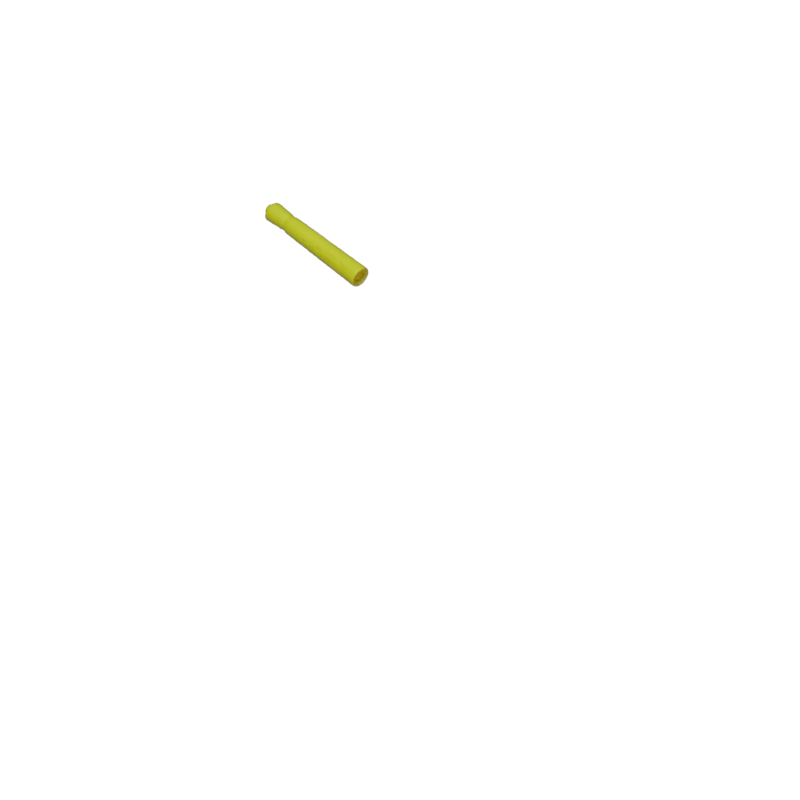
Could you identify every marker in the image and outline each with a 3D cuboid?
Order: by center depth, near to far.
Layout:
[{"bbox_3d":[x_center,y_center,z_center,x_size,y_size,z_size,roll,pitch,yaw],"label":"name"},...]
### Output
[{"bbox_3d":[-0.075,-0.137,0.961,0.129,0.019,0.019,39,26,32],"label":"marker"}]
